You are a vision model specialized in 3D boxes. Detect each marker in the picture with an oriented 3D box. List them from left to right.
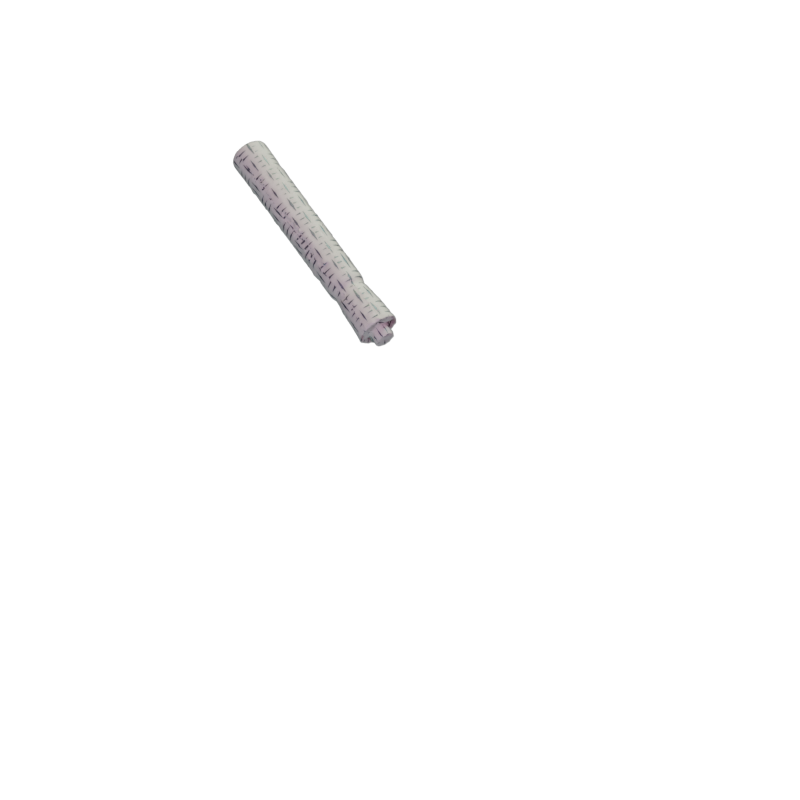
[{"bbox_3d":[-0.040,-0.073,0.511,0.020,0.129,0.018,-27,-28,-16],"label":"marker"}]
